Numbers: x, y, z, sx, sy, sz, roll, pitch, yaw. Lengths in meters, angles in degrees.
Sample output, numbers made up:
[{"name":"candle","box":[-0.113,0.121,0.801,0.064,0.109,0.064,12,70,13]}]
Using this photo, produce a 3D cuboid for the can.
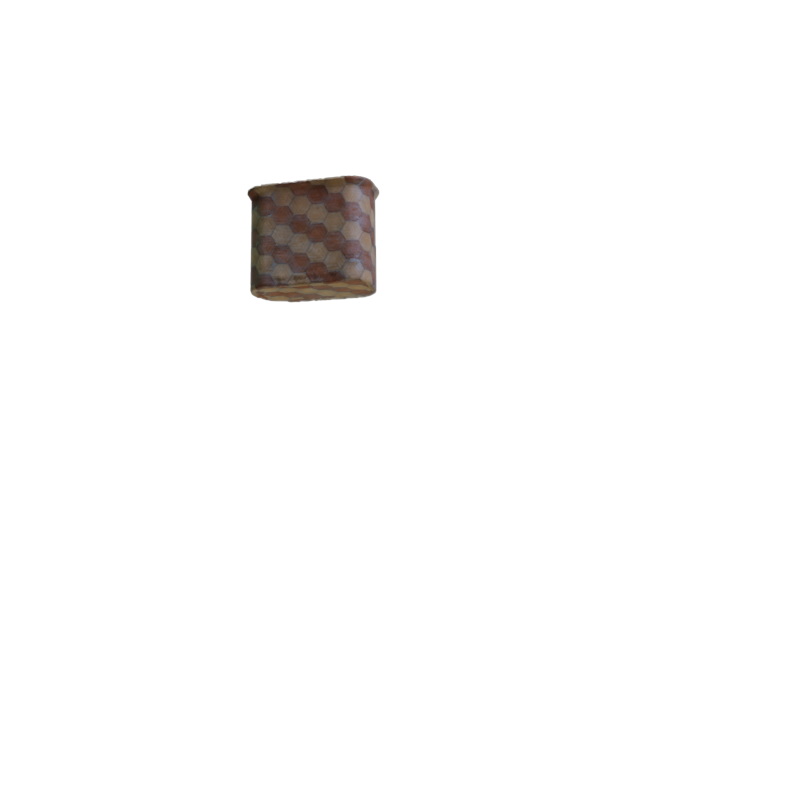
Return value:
[{"name":"can","box":[-0.068,-0.124,0.867,0.104,0.087,0.054,-4,-14,15]}]
